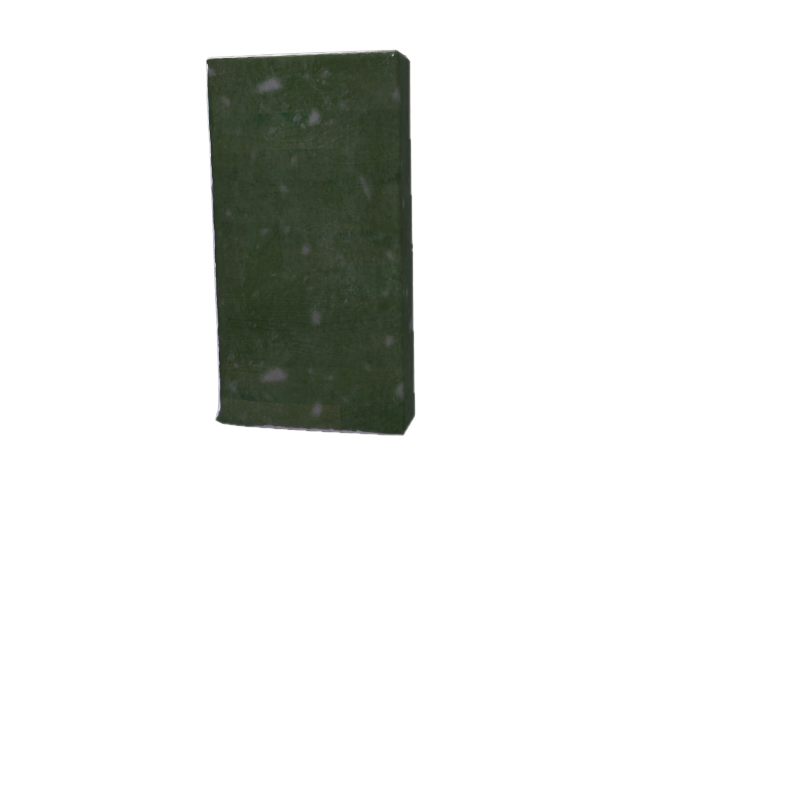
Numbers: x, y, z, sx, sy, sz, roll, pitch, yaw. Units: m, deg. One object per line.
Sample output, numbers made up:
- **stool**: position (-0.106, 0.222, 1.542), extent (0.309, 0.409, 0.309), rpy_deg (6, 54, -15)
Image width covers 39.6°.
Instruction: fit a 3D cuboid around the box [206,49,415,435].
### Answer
- **box**: position (-0.041, -0.075, 0.528), extent (0.095, 0.175, 0.048), rpy_deg (1, 4, 12)
